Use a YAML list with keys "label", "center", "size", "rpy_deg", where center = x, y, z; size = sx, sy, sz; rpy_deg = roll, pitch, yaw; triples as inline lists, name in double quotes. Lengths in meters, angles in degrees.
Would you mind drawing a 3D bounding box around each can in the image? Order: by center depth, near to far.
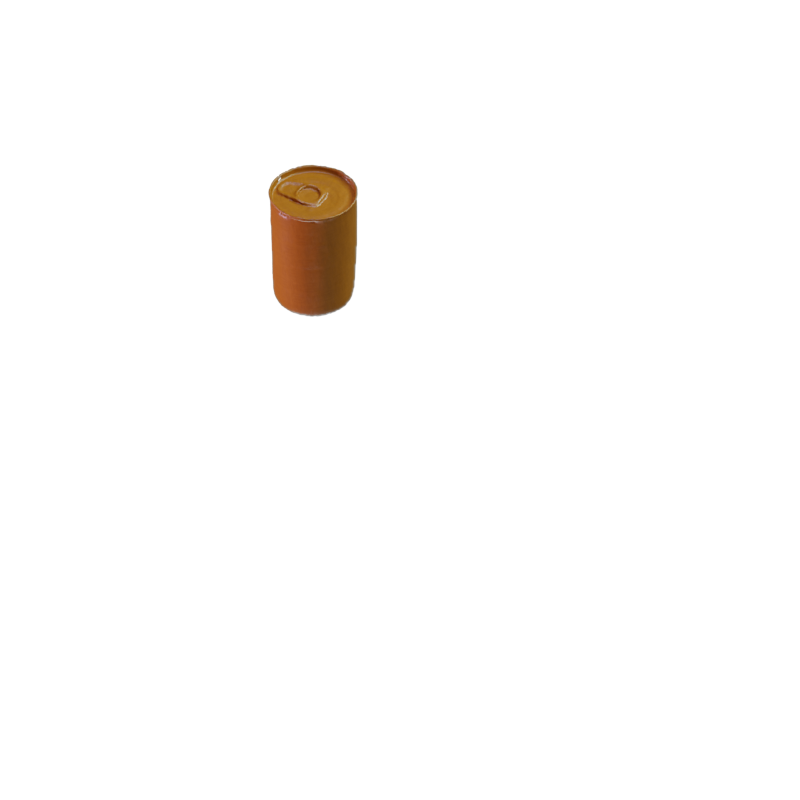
- label: "can"
  center: [-0.068, -0.125, 0.874]
  size: [0.068, 0.095, 0.074]
  rpy_deg: [0, 44, -3]
